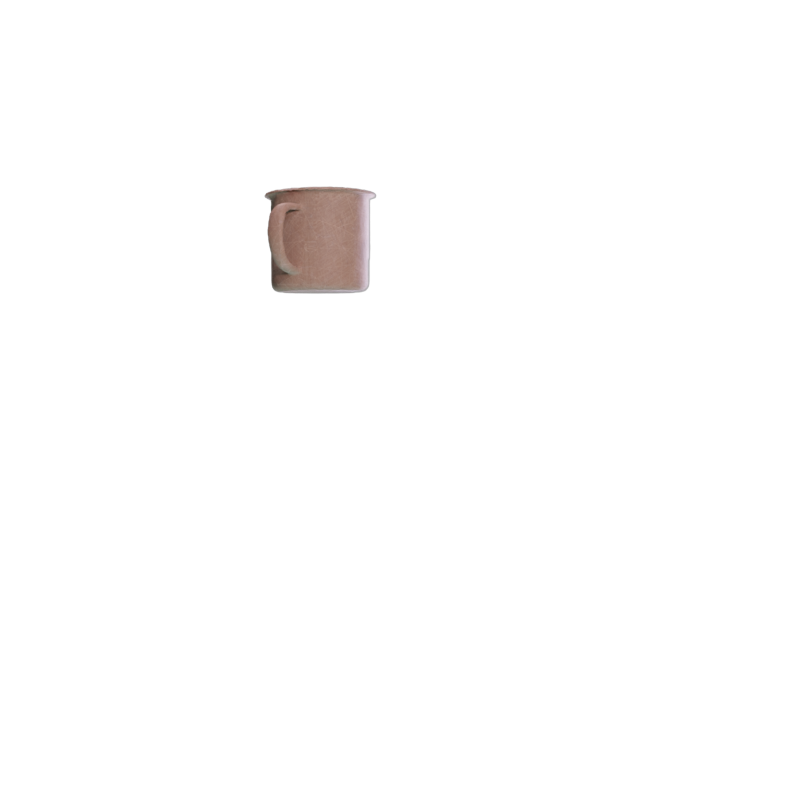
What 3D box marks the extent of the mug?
[{"bbox_3d":[-0.071,-0.130,0.908,0.096,0.082,0.113,0,0,26],"label":"mug"}]
